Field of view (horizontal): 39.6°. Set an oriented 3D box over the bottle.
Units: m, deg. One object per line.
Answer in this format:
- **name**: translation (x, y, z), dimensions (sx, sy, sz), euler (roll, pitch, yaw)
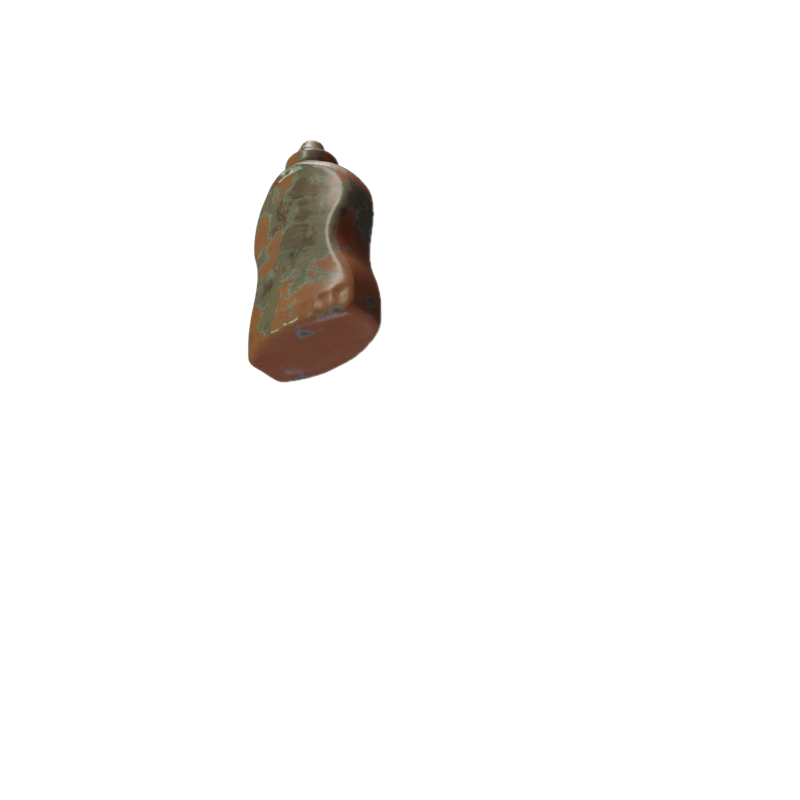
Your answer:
- **bottle**: translation (-0.062, -0.113, 0.786), dimensions (0.096, 0.206, 0.054), euler (-30, -45, 30)
